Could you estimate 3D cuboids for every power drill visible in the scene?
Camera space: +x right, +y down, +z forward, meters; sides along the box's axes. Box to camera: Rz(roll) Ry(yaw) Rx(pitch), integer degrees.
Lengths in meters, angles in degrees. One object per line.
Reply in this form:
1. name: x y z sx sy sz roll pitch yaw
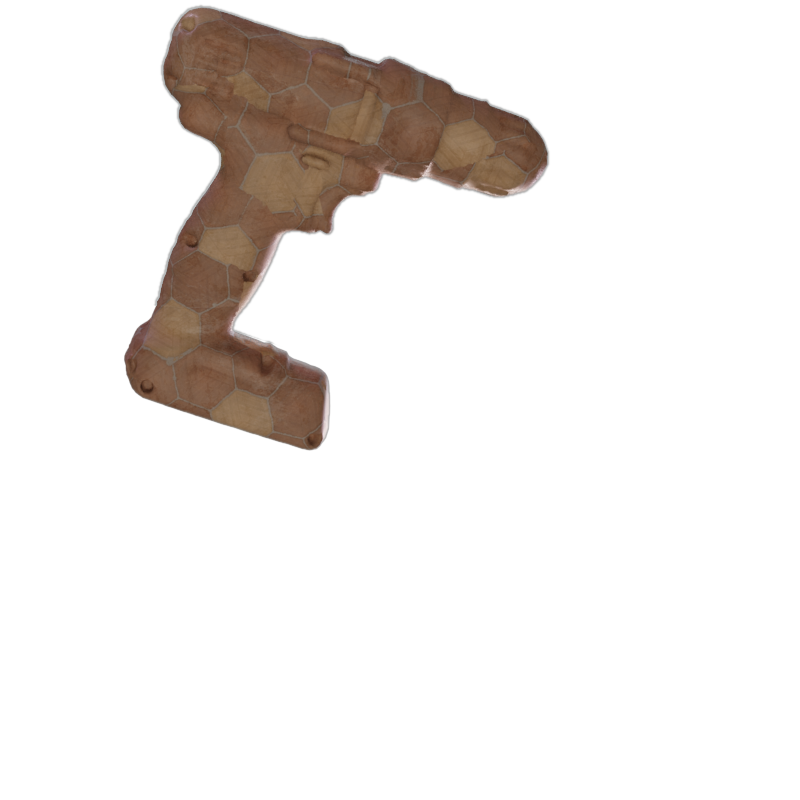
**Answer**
1. power drill: -0.041 -0.076 0.530 0.183 0.184 0.059 19 12 -4
